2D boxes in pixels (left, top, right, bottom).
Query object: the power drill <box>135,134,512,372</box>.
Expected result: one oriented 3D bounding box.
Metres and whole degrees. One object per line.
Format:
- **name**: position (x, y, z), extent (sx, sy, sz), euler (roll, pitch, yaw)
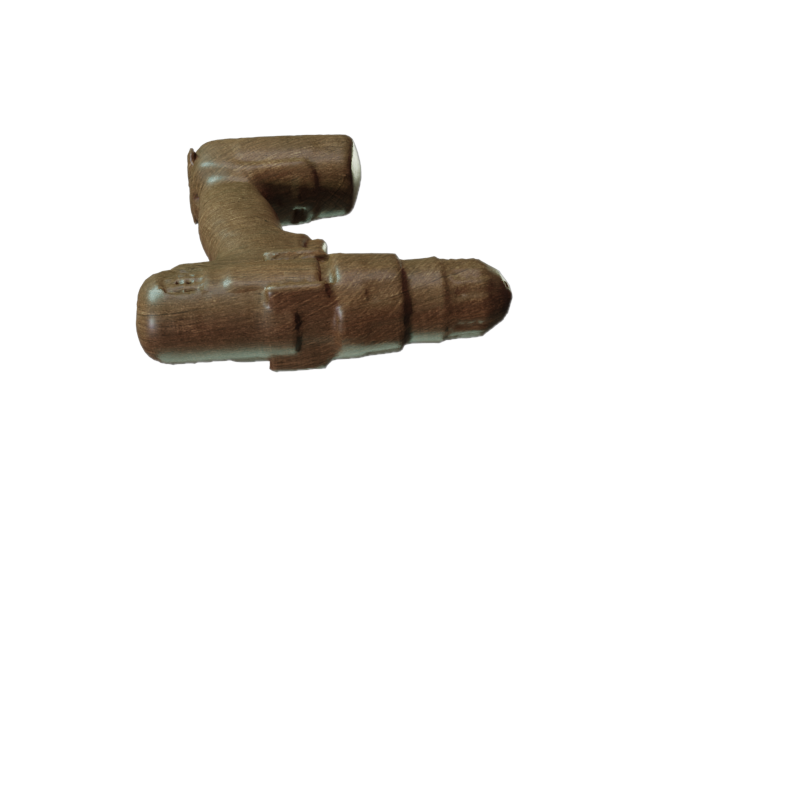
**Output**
- **power drill**: position (-0.047, -0.086, 0.605), extent (0.183, 0.054, 0.201), euler (-4, 33, -6)
